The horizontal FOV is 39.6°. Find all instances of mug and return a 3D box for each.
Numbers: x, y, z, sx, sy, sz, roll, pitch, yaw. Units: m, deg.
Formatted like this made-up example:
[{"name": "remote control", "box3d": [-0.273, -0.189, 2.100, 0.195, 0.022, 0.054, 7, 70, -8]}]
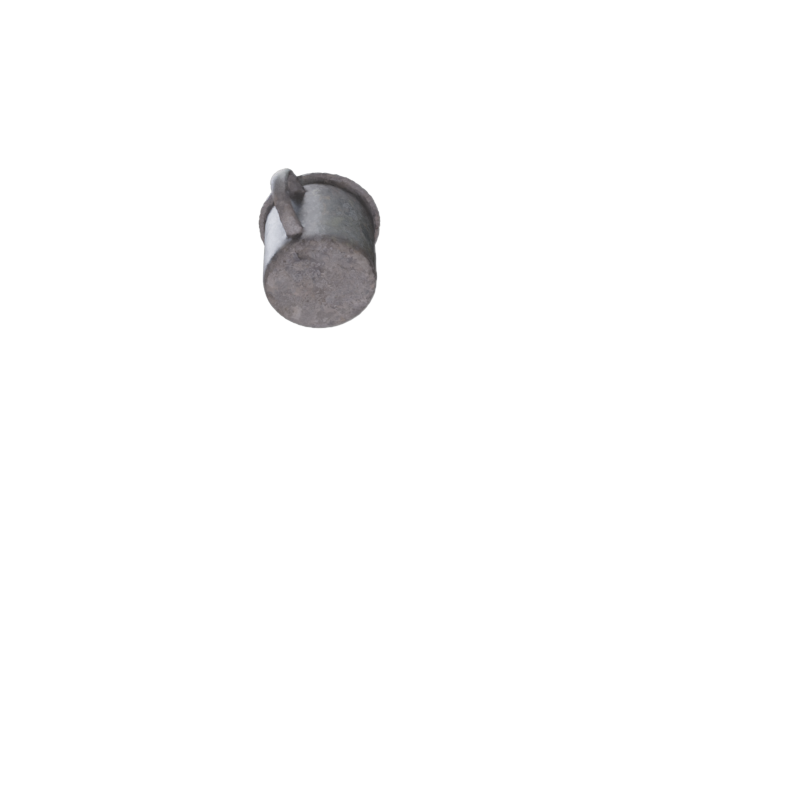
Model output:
[{"name": "mug", "box3d": [-0.063, -0.115, 0.808, 0.094, 0.109, 0.087, -18, 36, 12]}]
